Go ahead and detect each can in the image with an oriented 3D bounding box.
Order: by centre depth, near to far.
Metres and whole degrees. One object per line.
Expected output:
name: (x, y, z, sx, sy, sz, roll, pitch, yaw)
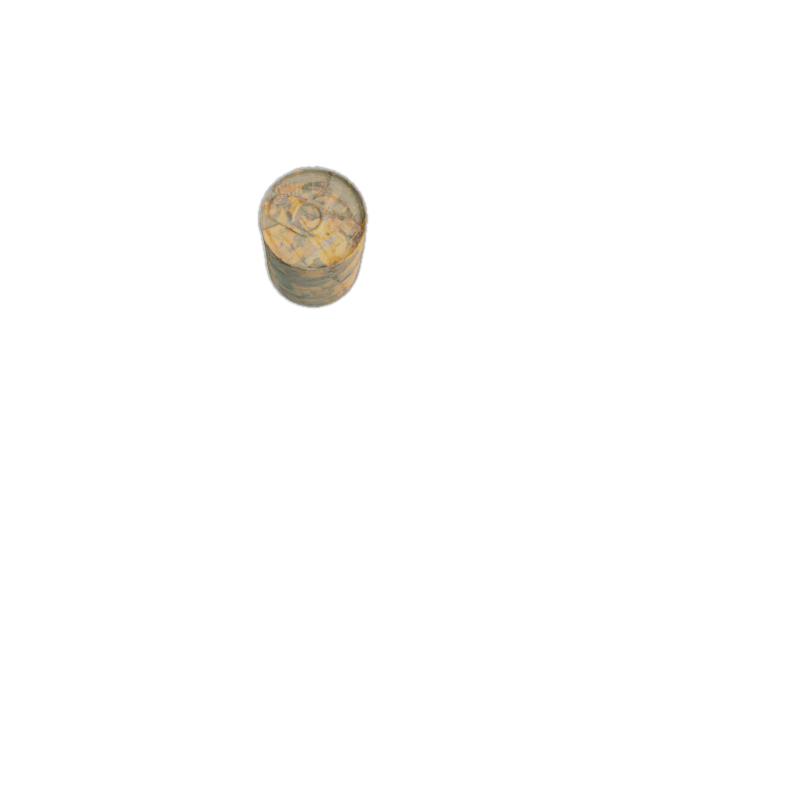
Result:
can: (-0.058, -0.106, 0.741, 0.068, 0.071, 0.099, 0, -12, -3)
